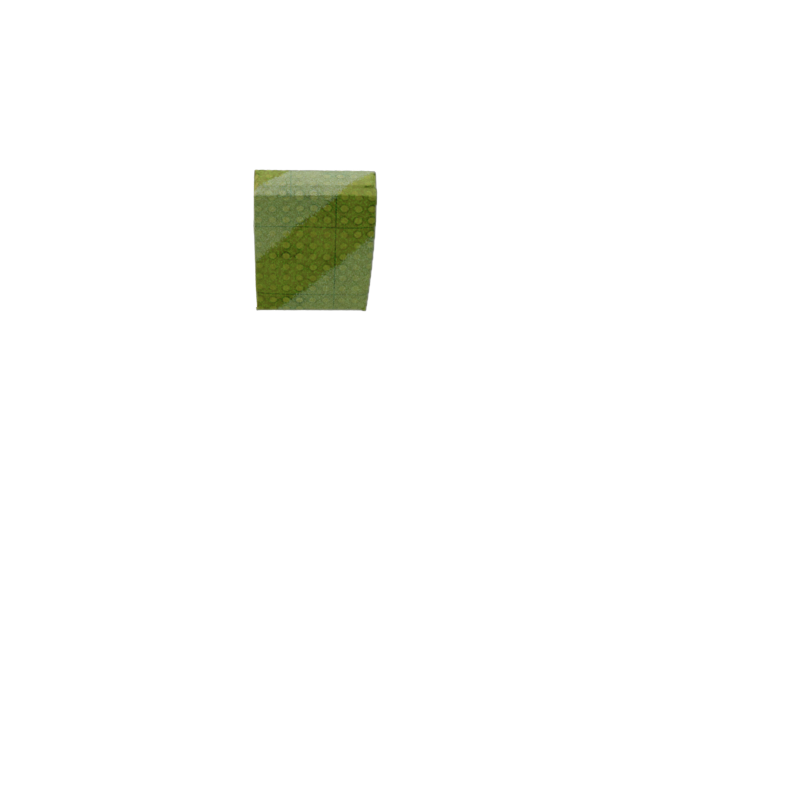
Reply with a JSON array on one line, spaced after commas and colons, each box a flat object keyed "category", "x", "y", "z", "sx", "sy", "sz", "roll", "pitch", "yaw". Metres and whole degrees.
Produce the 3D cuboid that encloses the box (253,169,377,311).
[{"category": "box", "x": -0.065, "y": -0.118, "z": 0.829, "sx": 0.090, "sy": 0.106, "sz": 0.042, "roll": 2, "pitch": 39, "yaw": -2}]
